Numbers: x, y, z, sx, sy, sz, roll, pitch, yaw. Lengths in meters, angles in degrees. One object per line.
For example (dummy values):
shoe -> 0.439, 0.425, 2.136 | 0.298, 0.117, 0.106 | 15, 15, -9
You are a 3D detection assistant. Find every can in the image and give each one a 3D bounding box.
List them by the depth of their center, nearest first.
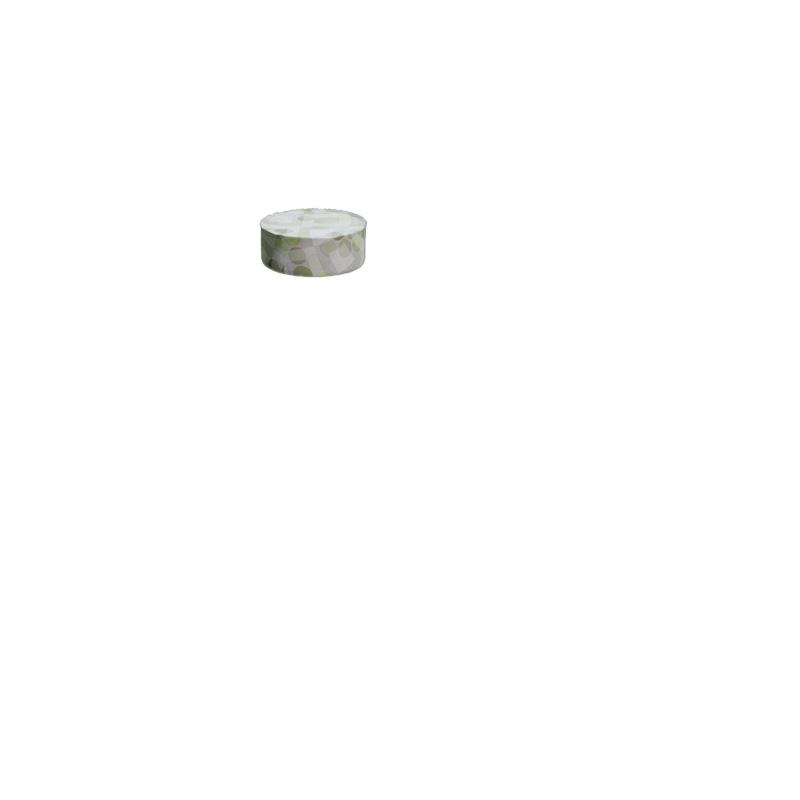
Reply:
can -> -0.070, -0.127, 0.888 | 0.086, 0.032, 0.090 | -1, 23, -2
